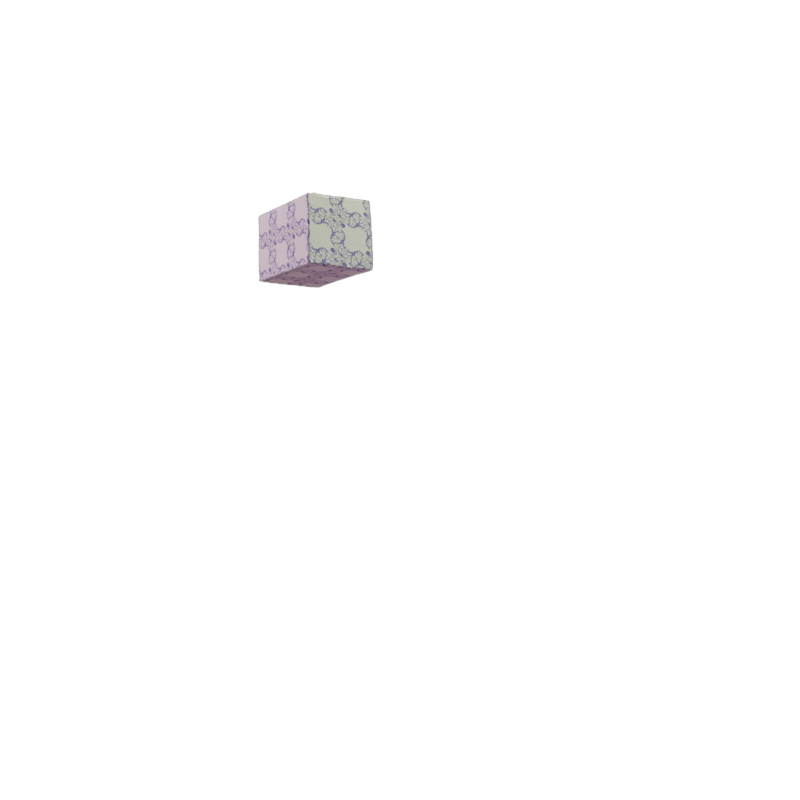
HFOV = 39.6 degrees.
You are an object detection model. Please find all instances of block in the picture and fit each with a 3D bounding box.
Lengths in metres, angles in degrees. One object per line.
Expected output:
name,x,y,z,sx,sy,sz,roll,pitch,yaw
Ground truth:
block,-0.062,-0.113,0.793,0.051,0.053,0.079,5,-9,-33
